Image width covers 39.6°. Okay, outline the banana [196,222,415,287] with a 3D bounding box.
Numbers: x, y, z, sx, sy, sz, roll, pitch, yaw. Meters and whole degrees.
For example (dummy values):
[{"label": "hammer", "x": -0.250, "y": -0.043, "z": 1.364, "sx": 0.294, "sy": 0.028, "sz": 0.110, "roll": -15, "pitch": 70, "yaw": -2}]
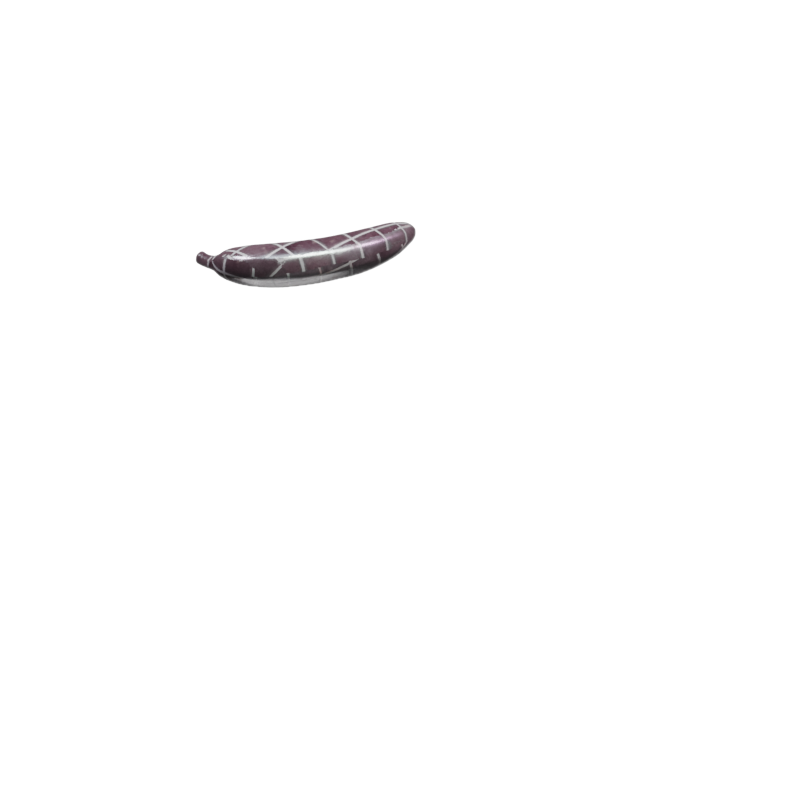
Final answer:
[{"label": "banana", "x": -0.075, "y": -0.127, "z": 0.958, "sx": 0.195, "sy": 0.034, "sz": 0.075, "roll": -7, "pitch": 36, "yaw": -10}]
